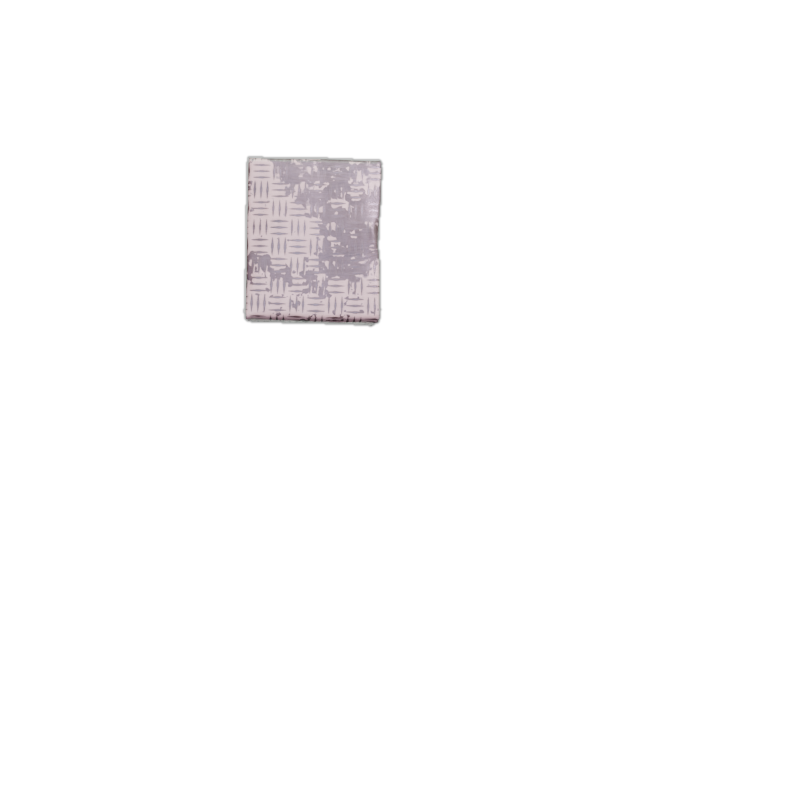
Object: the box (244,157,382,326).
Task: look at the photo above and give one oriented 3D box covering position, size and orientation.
[{"bbox_3d":[-0.047,-0.086,0.603,0.073,0.091,0.030,1,-8,-1],"label":"box"}]
